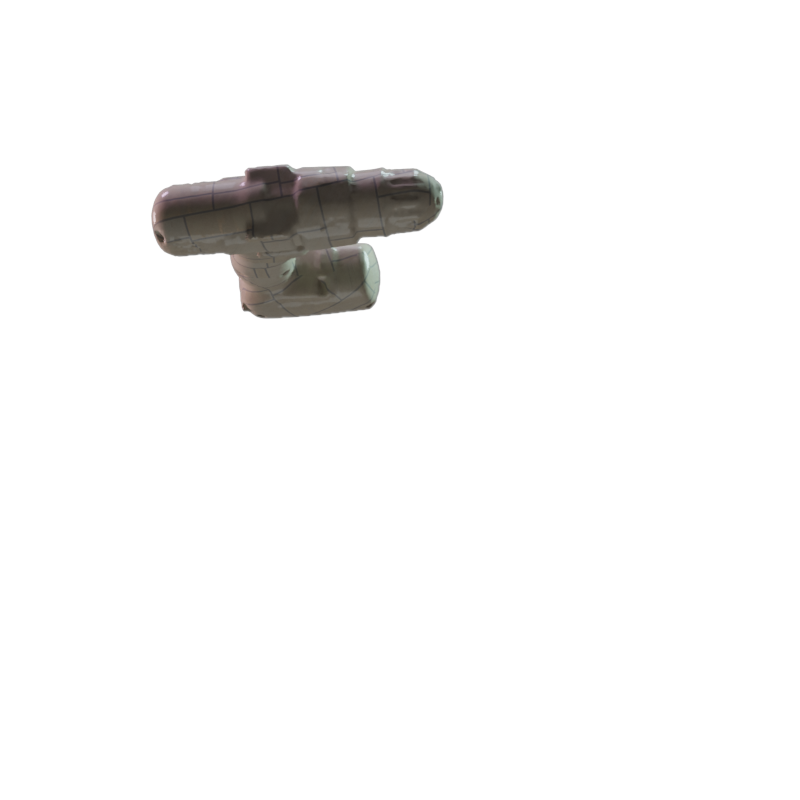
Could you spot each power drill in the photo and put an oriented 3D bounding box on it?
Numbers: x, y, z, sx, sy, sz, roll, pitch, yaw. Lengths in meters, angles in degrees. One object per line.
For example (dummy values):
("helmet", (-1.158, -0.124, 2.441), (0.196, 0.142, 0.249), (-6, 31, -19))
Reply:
("power drill", (-0.060, -0.109, 0.762), (0.186, 0.060, 0.179), (-2, -13, 7))
